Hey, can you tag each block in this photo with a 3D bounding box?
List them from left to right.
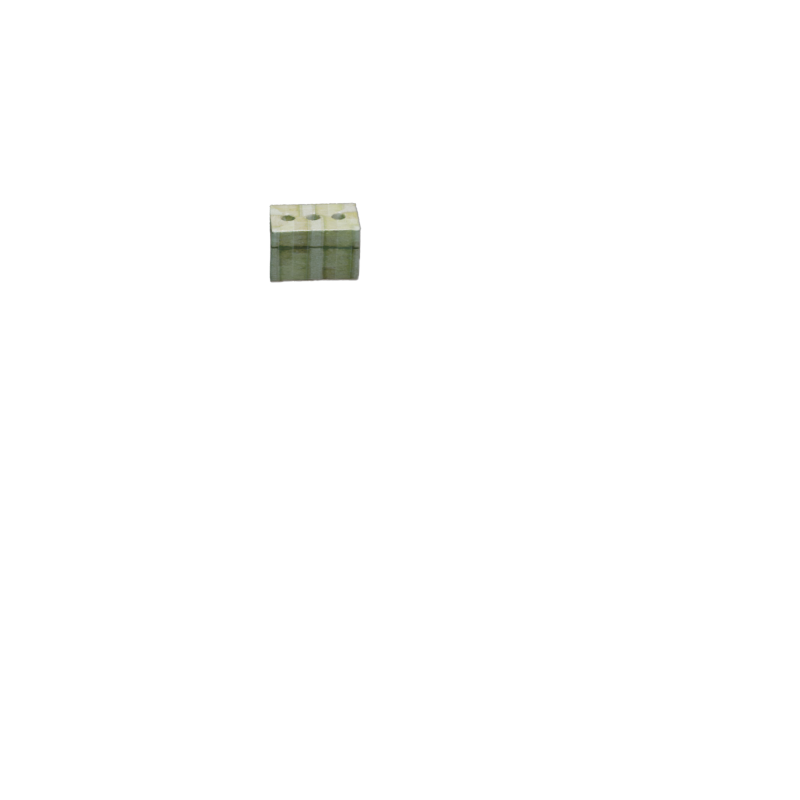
[{"bbox_3d":[-0.075,-0.137,0.963,0.077,0.048,0.056,-2,34,-5],"label":"block"}]
